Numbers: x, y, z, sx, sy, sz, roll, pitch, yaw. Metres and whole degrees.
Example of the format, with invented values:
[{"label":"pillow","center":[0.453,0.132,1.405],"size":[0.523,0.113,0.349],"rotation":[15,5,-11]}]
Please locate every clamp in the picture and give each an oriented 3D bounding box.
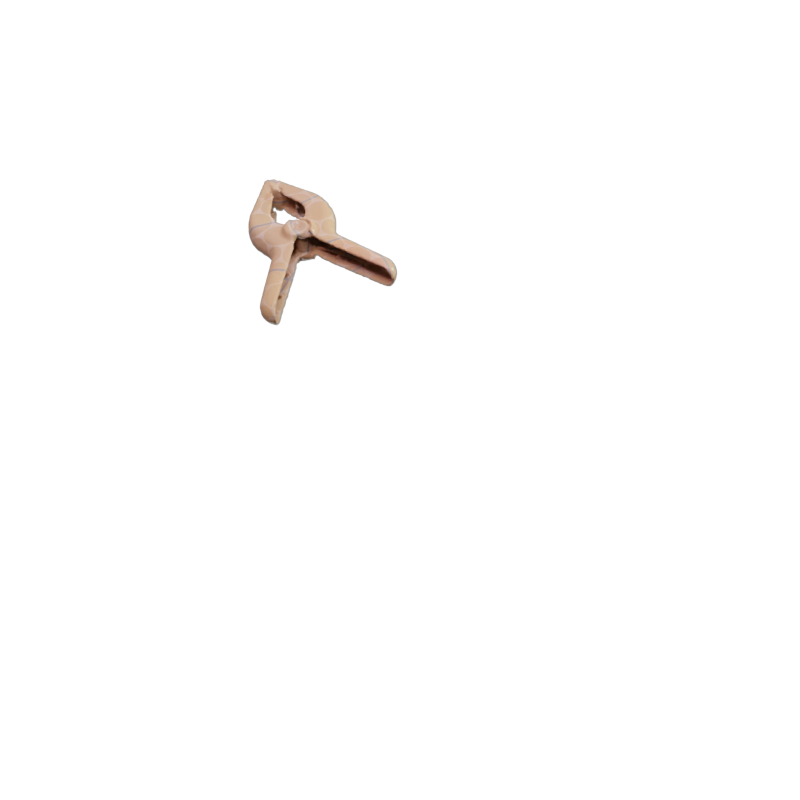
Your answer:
[{"label":"clamp","center":[-0.077,-0.140,0.981],"size":[0.119,0.186,0.036],"rotation":[-10,-43,-10]}]
